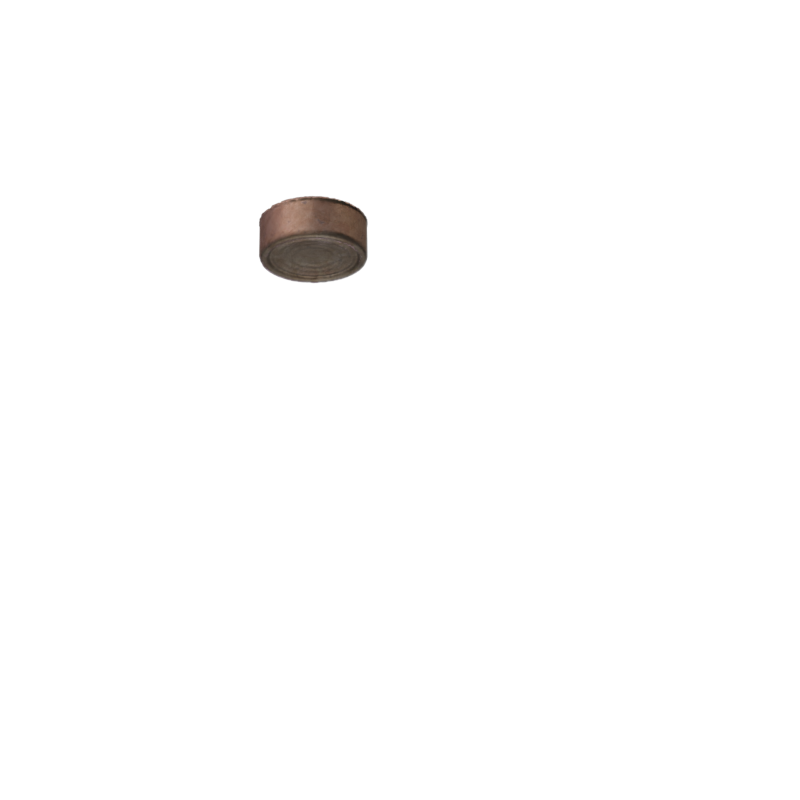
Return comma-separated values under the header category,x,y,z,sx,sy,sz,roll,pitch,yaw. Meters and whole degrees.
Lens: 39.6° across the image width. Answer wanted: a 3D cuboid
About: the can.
category,x,y,z,sx,sy,sz,roll,pitch,yaw
can,-0.068,-0.124,0.867,0.086,0.035,0.081,0,-22,-2
